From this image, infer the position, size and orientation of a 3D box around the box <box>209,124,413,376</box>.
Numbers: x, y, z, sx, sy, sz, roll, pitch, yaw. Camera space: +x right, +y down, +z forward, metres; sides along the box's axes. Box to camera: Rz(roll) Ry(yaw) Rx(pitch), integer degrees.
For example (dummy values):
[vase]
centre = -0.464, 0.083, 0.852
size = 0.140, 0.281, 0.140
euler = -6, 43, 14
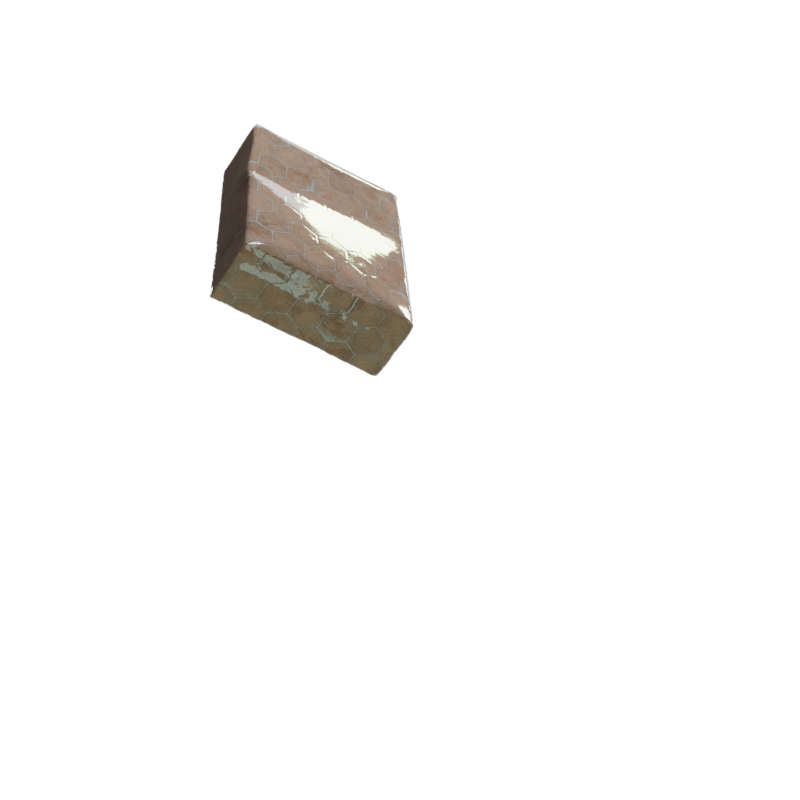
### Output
[box]
centre = -0.077, -0.141, 0.988
size = 0.158, 0.070, 0.229
euler = 24, 33, -20
